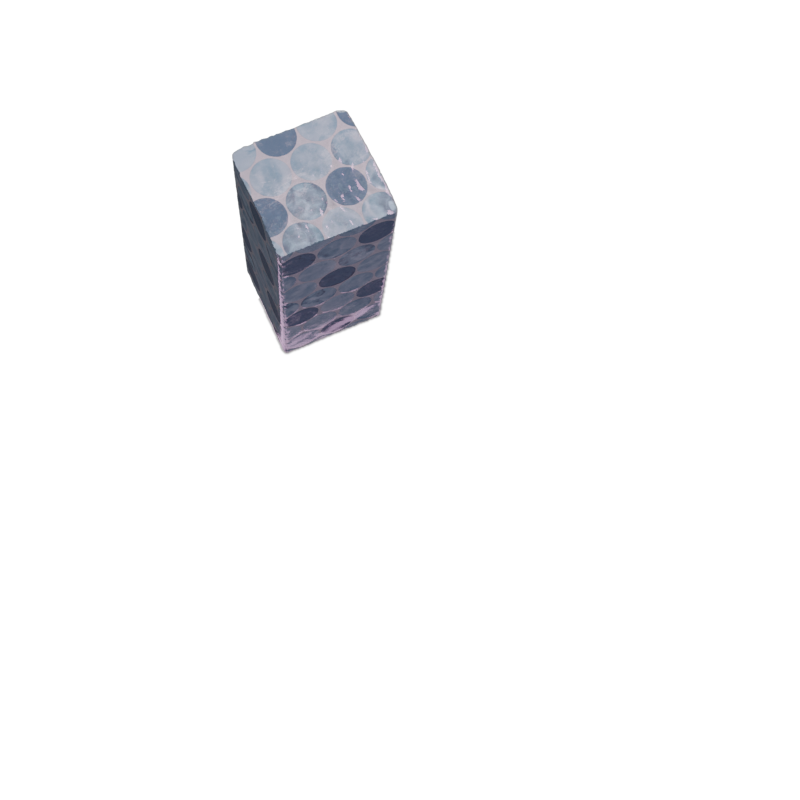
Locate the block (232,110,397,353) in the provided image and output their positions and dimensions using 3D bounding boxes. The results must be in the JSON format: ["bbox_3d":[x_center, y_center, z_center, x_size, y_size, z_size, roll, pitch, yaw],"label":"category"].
[{"bbox_3d":[-0.067,-0.122,0.850,0.090,0.095,0.197,-23,-15,-10],"label":"block"}]
